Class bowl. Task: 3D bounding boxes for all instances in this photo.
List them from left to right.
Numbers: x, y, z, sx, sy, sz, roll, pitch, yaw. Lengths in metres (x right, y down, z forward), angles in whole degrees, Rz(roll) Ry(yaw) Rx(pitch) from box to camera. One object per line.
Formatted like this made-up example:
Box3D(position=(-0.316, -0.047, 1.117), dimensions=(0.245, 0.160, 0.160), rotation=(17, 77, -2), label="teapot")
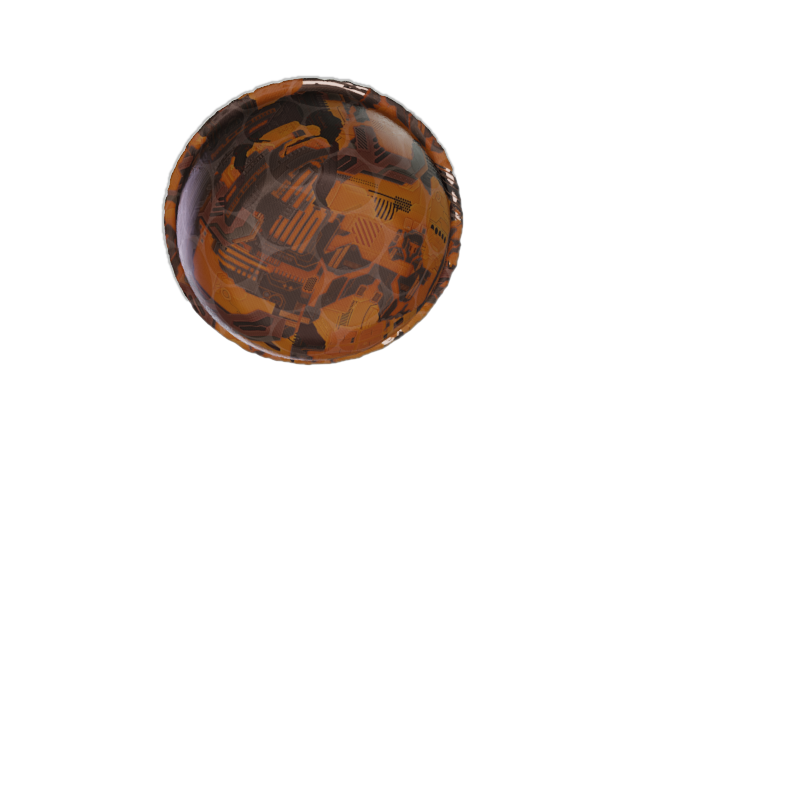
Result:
Box3D(position=(-0.045, -0.082, 0.572), dimensions=(0.162, 0.155, 0.058), rotation=(1, 20, -1), label="bowl")
